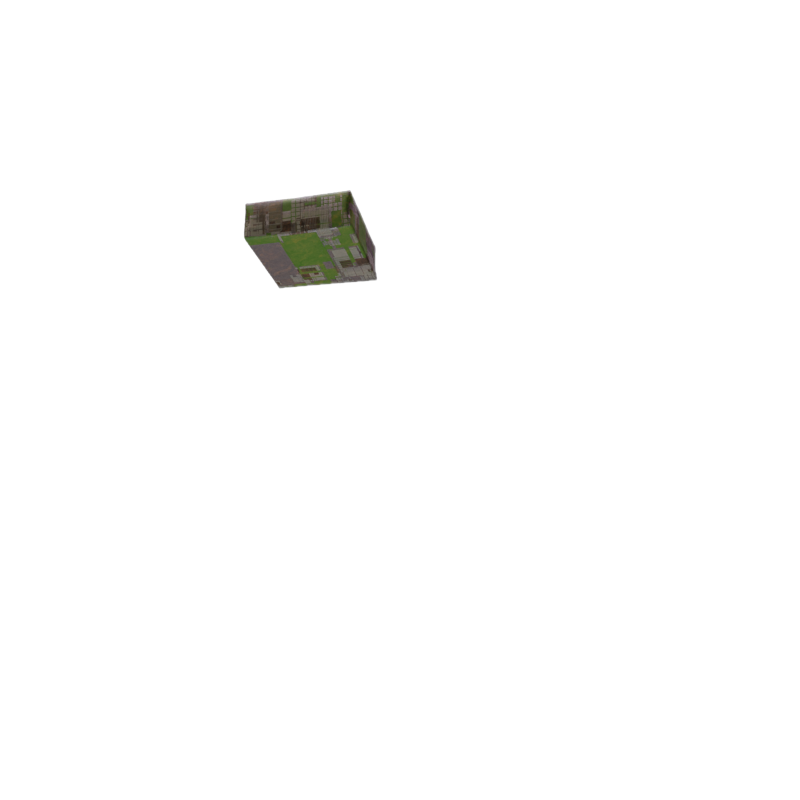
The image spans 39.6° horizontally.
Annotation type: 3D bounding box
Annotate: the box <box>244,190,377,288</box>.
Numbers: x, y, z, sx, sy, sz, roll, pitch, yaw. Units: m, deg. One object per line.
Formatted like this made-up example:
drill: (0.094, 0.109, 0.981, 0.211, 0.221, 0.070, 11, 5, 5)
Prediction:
box: (-0.060, -0.109, 0.763, 0.074, 0.032, 0.084, -5, -20, 12)
